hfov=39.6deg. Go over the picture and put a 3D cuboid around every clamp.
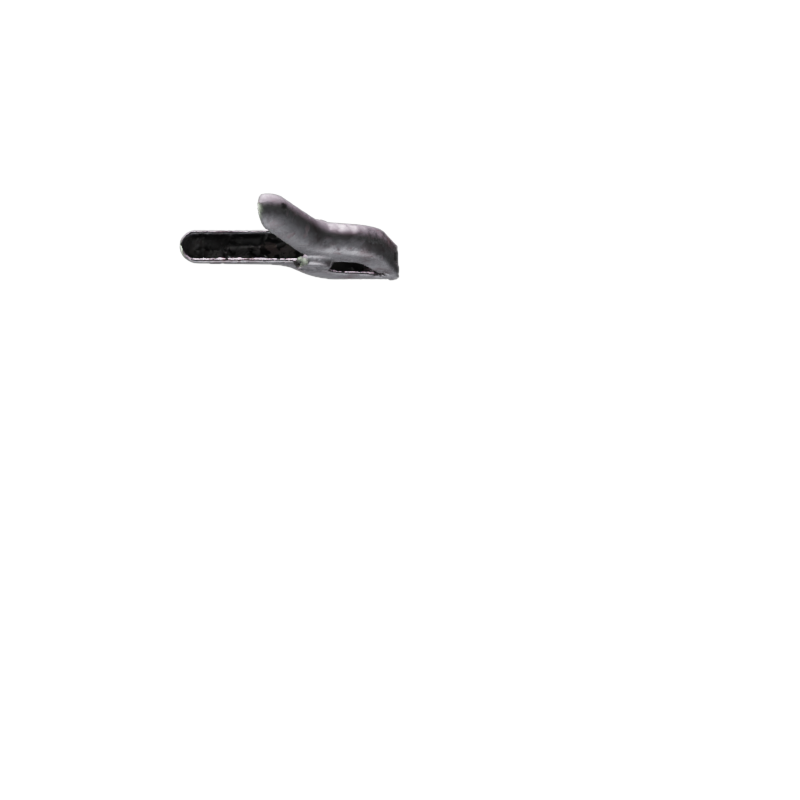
[{"bbox_3d":[-0.064,-0.117,0.820,0.165,0.040,0.122,2,-4,-29],"label":"clamp"}]
